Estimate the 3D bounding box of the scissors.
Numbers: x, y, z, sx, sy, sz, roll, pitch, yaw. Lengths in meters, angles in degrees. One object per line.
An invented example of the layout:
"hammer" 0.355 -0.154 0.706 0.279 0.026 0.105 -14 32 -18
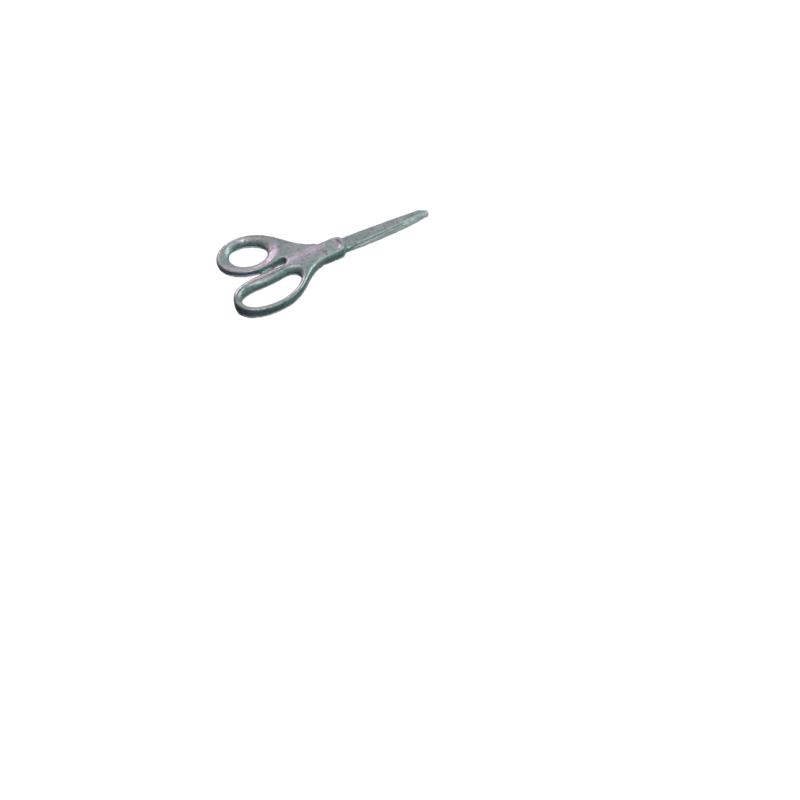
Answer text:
"scissors" -0.077 -0.140 0.983 0.102 0.015 0.204 36 58 27
